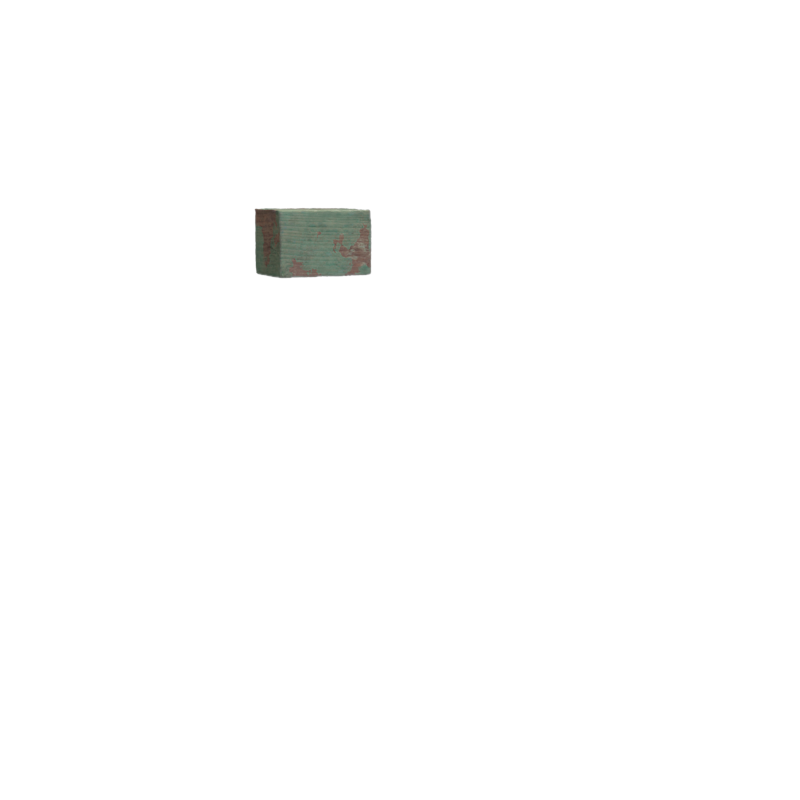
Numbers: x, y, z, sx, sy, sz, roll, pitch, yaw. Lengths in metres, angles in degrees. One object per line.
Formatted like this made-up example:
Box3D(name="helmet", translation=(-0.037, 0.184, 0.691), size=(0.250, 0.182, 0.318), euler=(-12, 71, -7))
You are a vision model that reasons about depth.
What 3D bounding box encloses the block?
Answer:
Box3D(name="block", translation=(-0.067, -0.122, 0.851), size=(0.076, 0.051, 0.055), euler=(-4, 8, -26))
